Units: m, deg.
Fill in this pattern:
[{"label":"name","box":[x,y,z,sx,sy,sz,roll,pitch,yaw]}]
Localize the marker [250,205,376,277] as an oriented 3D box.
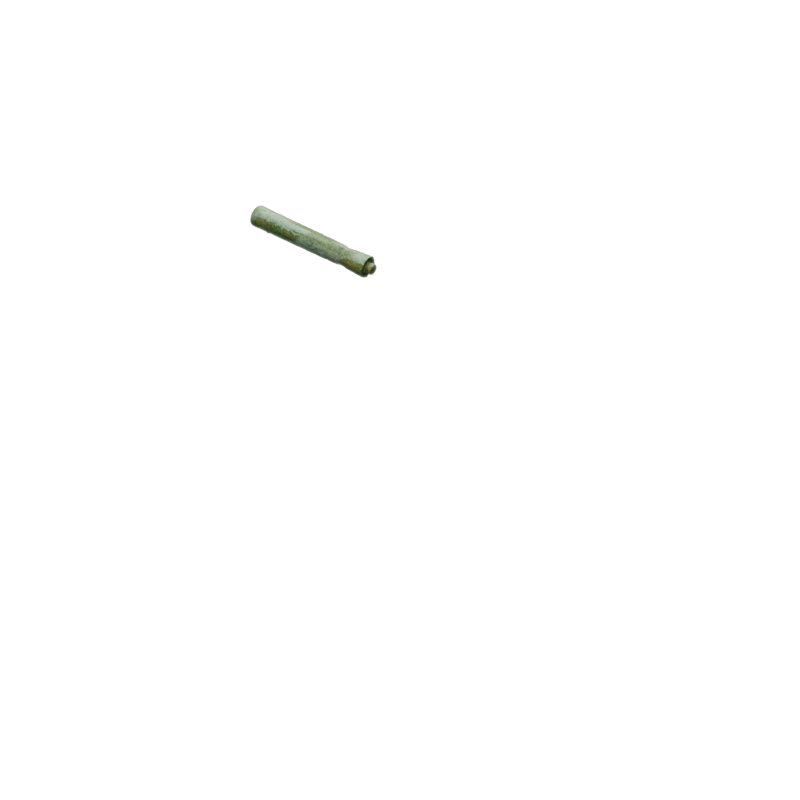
[{"label":"marker","box":[-0.071,-0.130,0.912,0.128,0.019,0.019,28,16,27]}]
